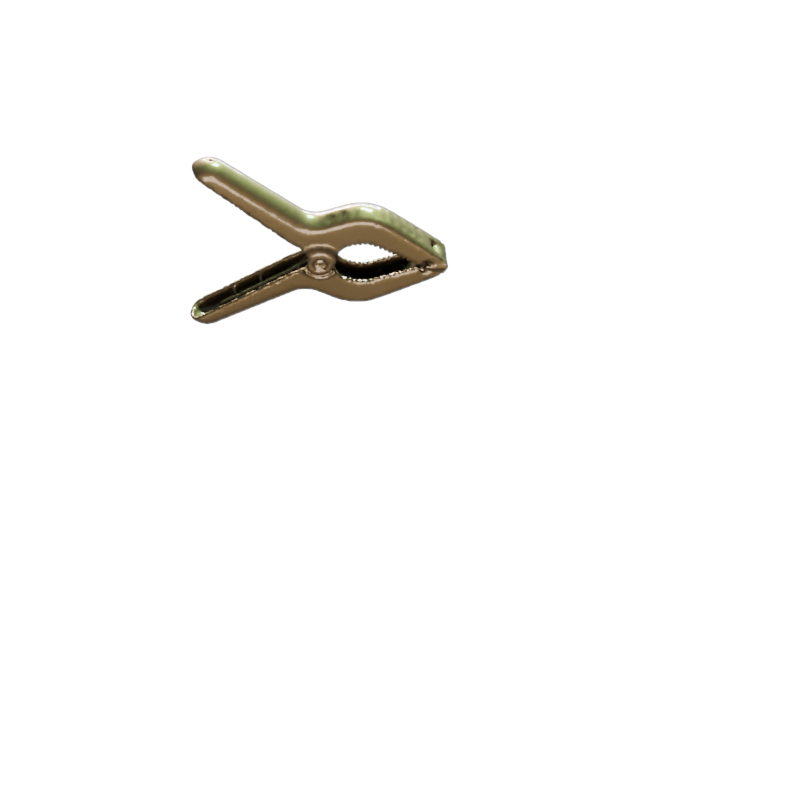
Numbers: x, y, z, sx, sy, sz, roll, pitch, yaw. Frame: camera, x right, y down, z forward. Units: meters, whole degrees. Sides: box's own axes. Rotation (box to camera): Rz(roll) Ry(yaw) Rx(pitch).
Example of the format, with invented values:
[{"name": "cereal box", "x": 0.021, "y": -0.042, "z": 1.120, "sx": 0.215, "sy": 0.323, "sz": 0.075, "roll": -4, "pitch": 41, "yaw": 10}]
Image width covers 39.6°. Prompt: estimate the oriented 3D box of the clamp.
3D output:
[{"name": "clamp", "x": -0.068, "y": -0.124, "z": 0.869, "sx": 0.210, "sy": 0.039, "sz": 0.153, "roll": -1, "pitch": -44, "yaw": 1}]
